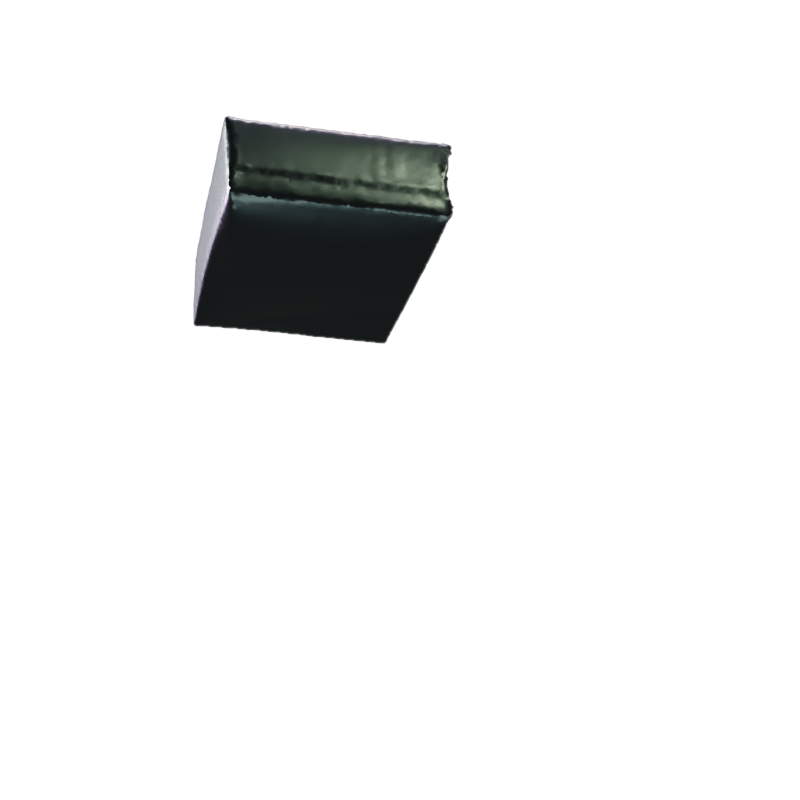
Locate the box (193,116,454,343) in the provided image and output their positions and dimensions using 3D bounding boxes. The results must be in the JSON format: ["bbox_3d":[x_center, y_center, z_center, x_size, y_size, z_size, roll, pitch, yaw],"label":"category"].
[{"bbox_3d":[-0.036,-0.066,0.460,0.088,0.041,0.109,5,-25,-12],"label":"box"}]
